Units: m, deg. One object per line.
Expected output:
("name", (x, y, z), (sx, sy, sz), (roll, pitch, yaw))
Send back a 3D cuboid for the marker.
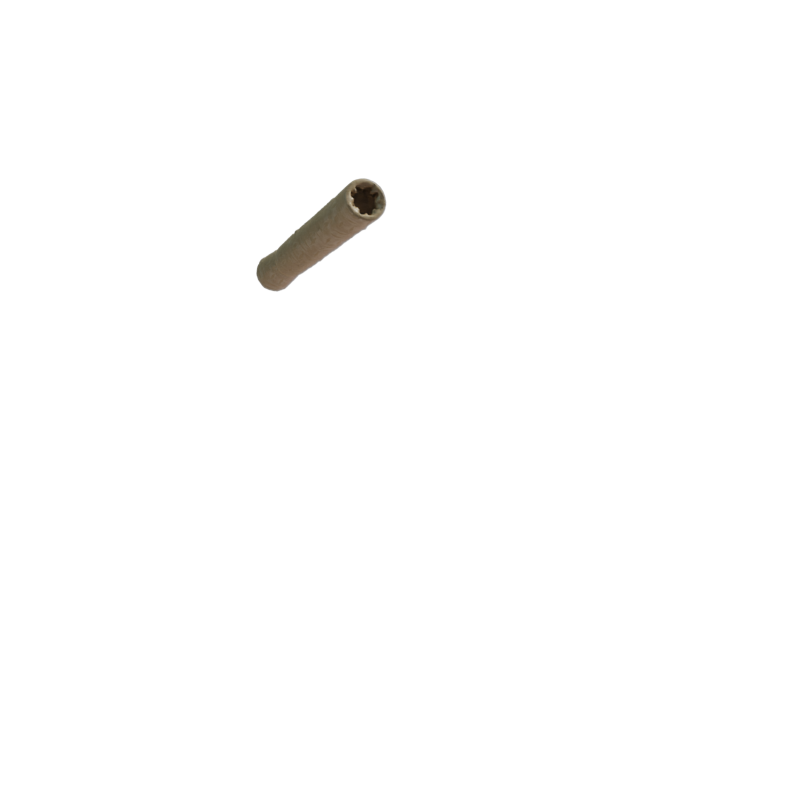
("marker", (-0.039, -0.072, 0.504), (0.019, 0.020, 0.121), (-1, -9, -26))
